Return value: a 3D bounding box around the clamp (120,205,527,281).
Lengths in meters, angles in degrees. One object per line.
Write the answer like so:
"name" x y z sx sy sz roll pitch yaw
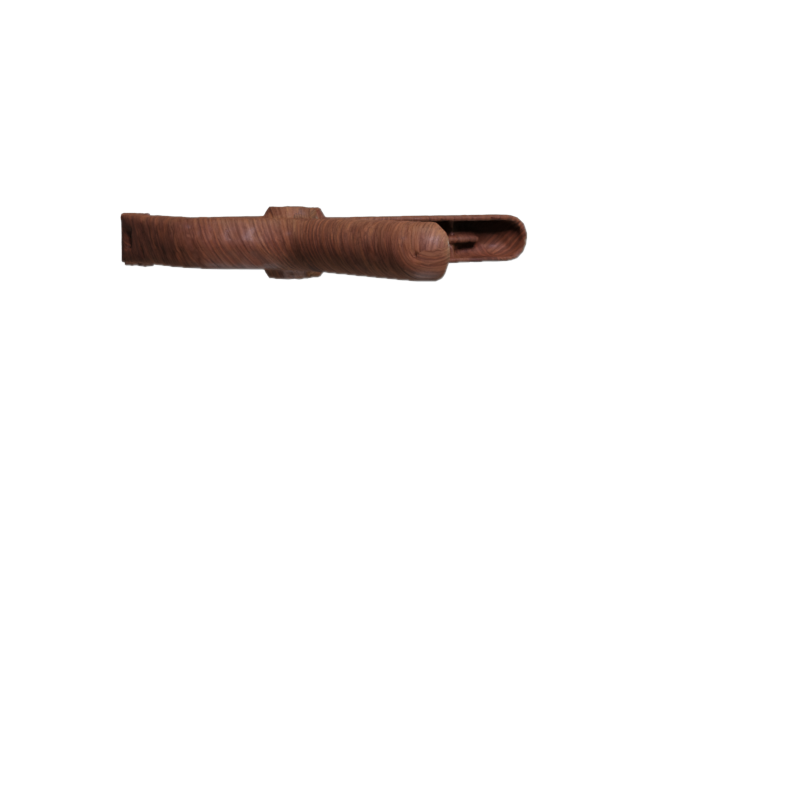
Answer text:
"clamp" -0.044 -0.081 0.565 0.217 0.036 0.161 5 11 27
